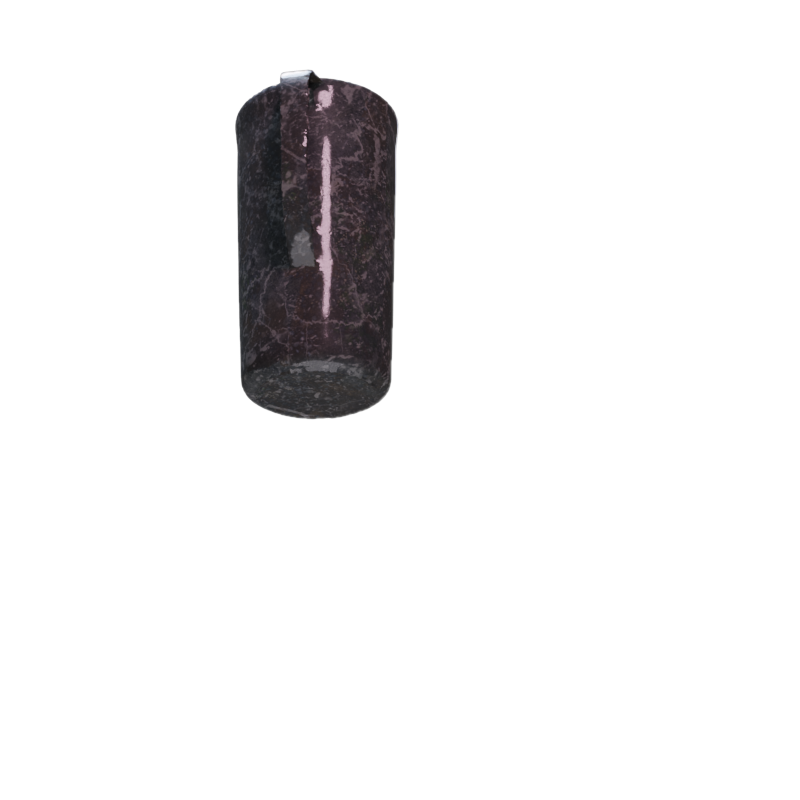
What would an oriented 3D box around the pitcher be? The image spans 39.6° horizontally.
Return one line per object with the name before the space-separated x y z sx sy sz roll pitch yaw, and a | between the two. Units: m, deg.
pitcher | -0.066 -0.120 0.841 0.141 0.258 0.144 20 -35 -35
